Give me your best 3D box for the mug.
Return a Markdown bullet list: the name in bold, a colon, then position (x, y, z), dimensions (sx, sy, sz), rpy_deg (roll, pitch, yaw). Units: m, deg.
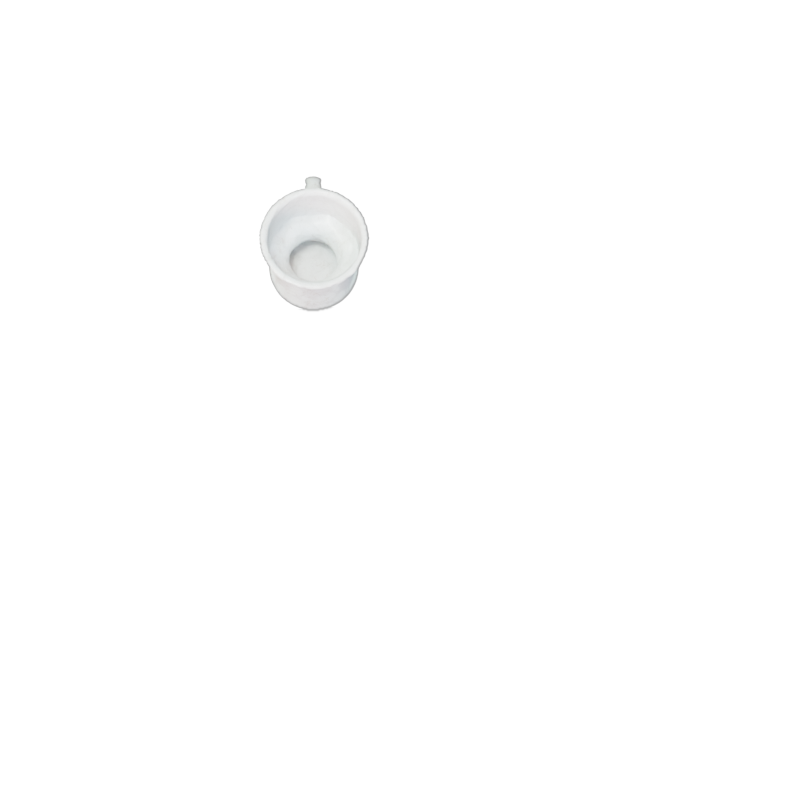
- **mug**: position (-0.077, -0.140, 0.984), dimensions (0.093, 0.123, 0.078), rpy_deg (-4, -19, -3)
